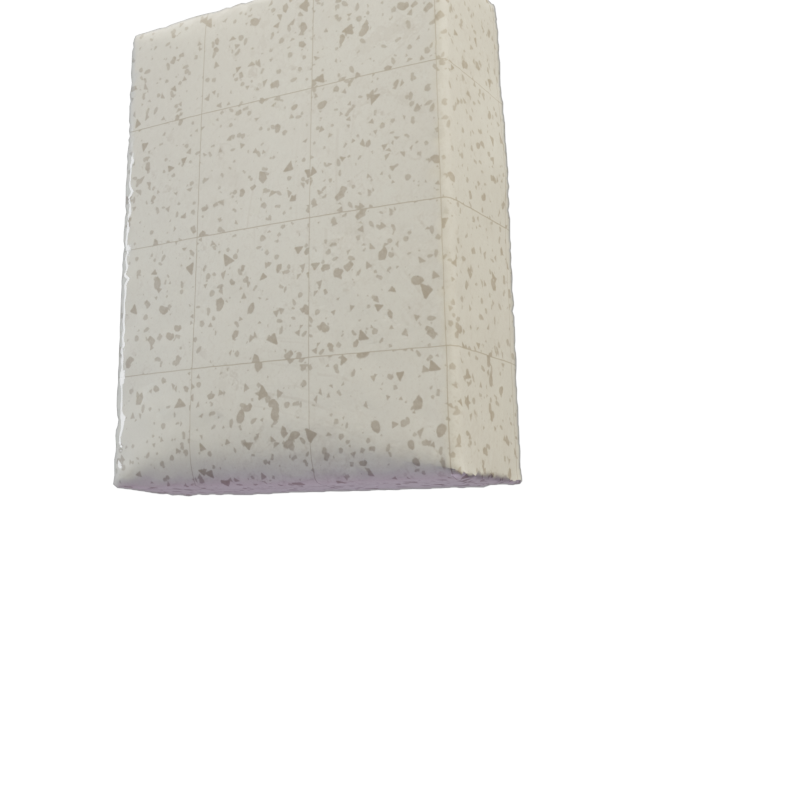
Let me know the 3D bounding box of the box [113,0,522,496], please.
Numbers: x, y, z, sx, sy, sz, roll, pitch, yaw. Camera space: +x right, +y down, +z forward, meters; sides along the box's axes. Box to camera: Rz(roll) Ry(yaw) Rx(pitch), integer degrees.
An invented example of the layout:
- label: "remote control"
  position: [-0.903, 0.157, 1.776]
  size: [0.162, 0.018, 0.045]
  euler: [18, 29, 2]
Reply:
- label: "box"
  position: [-0.038, -0.069, 0.486]
  size: [0.168, 0.221, 0.068]
  euler: [-7, -16, 28]
